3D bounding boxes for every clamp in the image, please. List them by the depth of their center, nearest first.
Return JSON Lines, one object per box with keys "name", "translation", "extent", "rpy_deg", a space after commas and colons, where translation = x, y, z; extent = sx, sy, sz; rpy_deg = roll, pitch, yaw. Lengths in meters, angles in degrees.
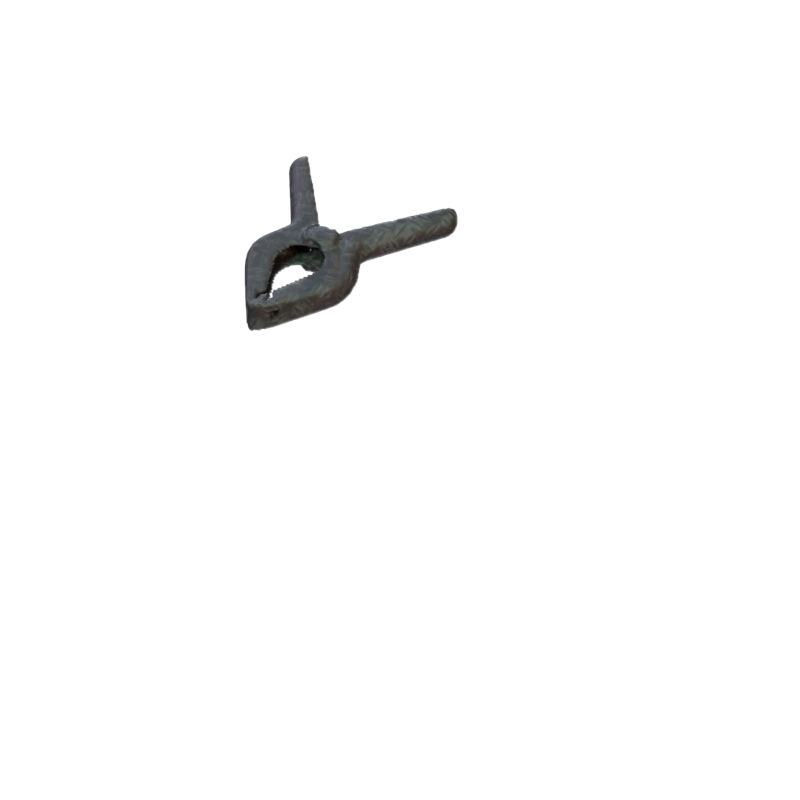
{"name": "clamp", "translation": [-0.073, -0.133, 0.931], "extent": [0.174, 0.034, 0.213], "rpy_deg": [26, 49, 25]}
